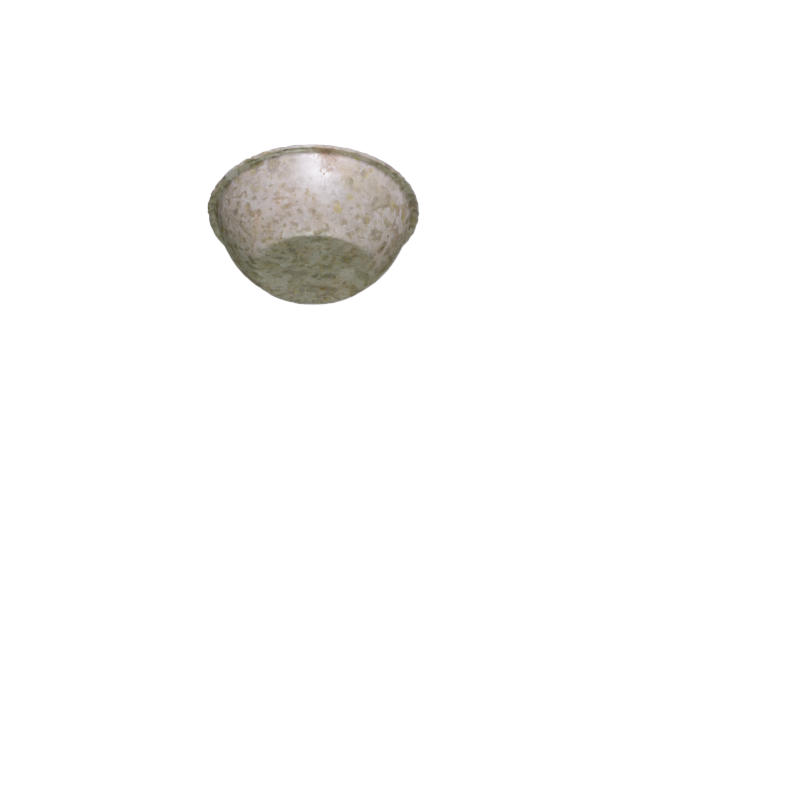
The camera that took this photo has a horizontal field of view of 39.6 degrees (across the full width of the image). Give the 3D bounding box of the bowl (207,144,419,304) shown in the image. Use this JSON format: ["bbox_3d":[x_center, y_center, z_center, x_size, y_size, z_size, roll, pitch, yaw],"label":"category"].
[{"bbox_3d":[-0.065,-0.119,0.832,0.162,0.059,0.152,1,-32,-2],"label":"bowl"}]
